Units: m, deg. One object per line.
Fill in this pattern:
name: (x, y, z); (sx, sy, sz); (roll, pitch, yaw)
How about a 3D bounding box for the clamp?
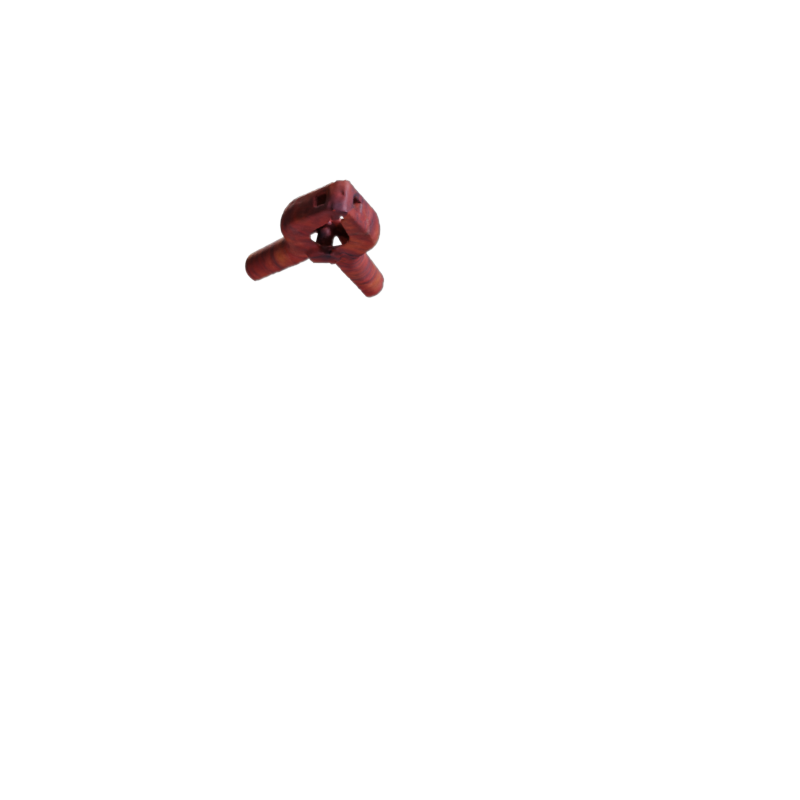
clamp: (-0.071, -0.129, 0.903); (0.120, 0.041, 0.162); (0, -22, -2)
